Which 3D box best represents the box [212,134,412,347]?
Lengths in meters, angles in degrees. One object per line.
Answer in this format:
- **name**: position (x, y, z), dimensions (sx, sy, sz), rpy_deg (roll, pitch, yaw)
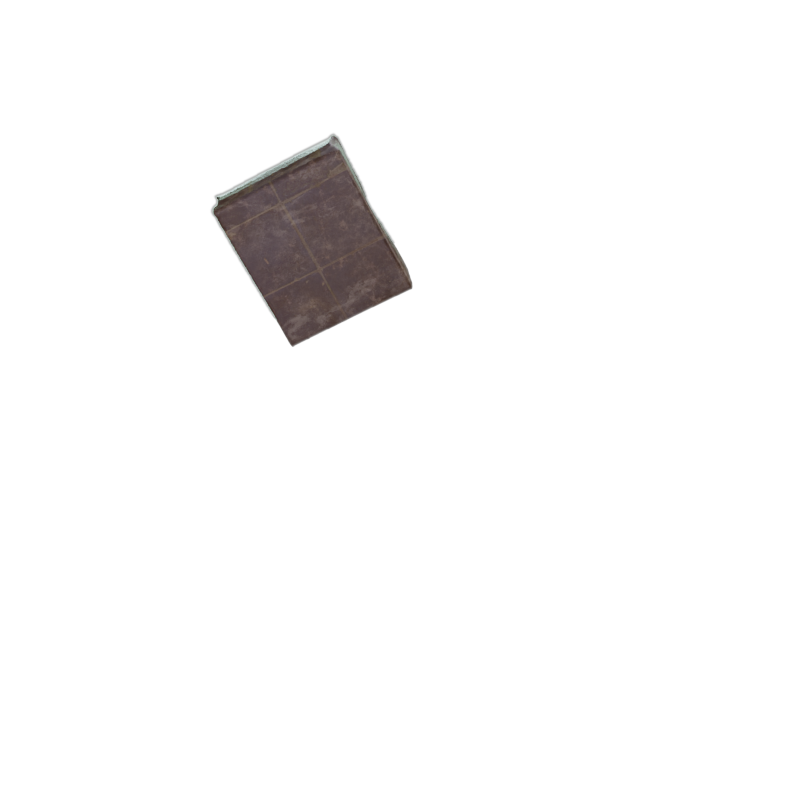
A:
- **box**: position (-0.046, -0.084, 0.584), dimensions (0.073, 0.085, 0.032), rpy_deg (-26, 18, 9)
